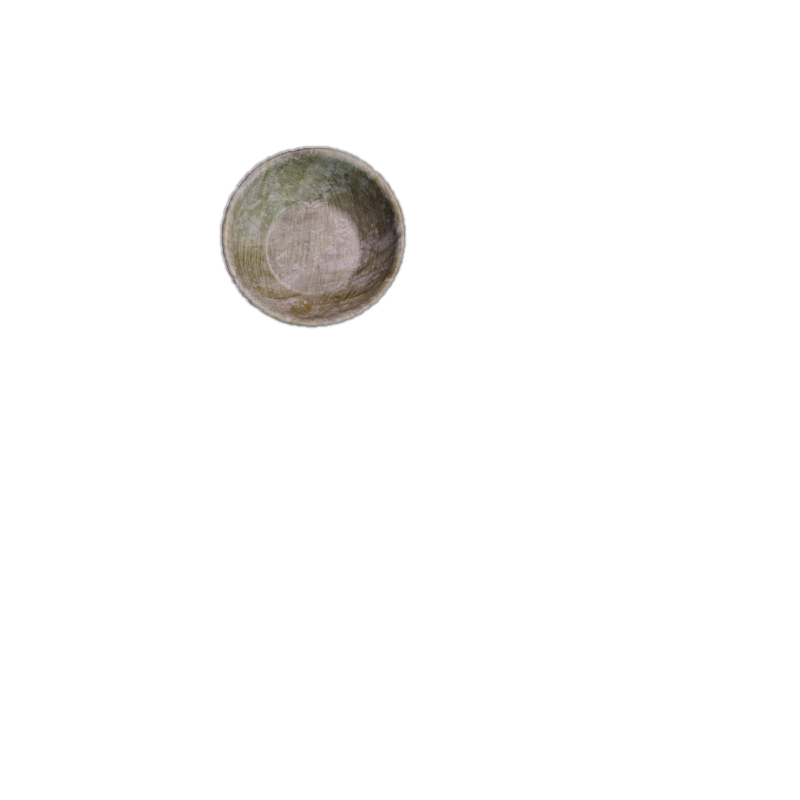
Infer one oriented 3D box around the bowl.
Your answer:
[{"bbox_3d":[-0.078,-0.142,0.993,0.162,0.167,0.053,0,-11,-1],"label":"bowl"}]
